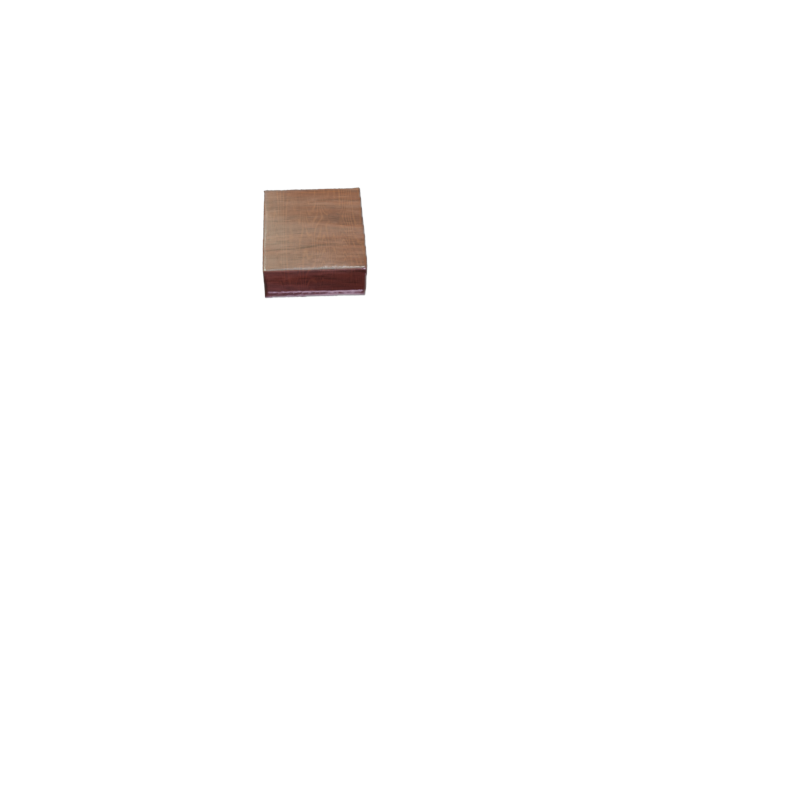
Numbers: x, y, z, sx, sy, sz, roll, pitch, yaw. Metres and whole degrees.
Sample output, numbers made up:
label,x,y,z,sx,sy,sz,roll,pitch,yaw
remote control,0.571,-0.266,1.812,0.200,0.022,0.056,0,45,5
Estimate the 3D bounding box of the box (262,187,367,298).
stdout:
label,x,y,z,sx,sy,sz,roll,pitch,yaw
box,-0.077,-0.141,0.990,0.089,0.036,0.122,-2,44,-3
